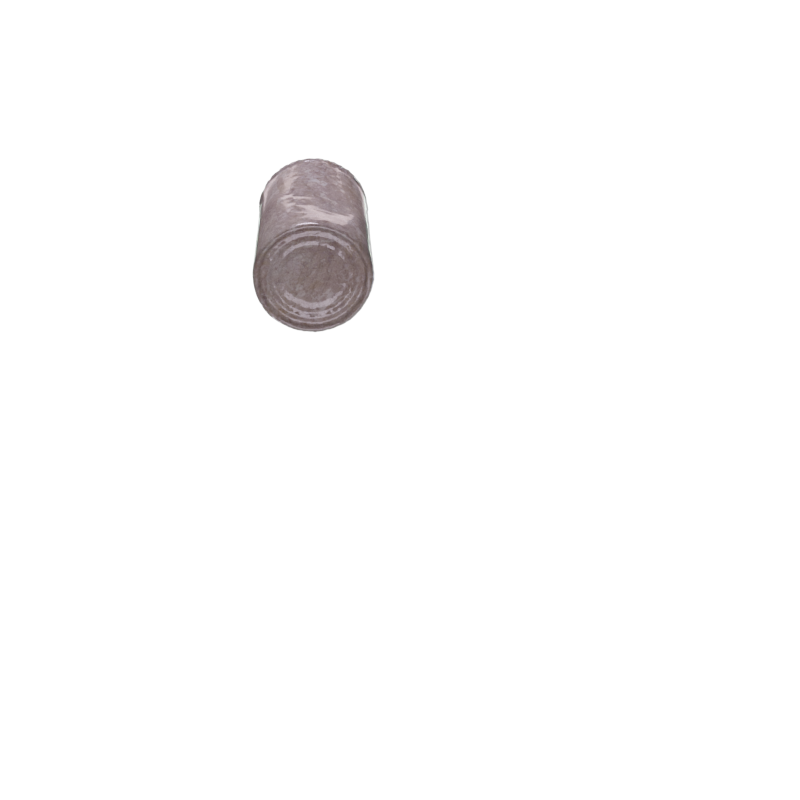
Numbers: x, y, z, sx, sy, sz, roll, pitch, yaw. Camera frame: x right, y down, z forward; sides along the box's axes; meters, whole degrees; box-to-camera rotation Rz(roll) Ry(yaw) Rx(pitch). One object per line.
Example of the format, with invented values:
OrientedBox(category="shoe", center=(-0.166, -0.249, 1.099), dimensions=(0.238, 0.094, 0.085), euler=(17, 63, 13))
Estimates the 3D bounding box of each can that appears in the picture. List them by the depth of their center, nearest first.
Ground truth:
OrientedBox(category="can", center=(-0.051, -0.093, 0.648), dimensions=(0.068, 0.065, 0.108), euler=(0, 29, -3))
